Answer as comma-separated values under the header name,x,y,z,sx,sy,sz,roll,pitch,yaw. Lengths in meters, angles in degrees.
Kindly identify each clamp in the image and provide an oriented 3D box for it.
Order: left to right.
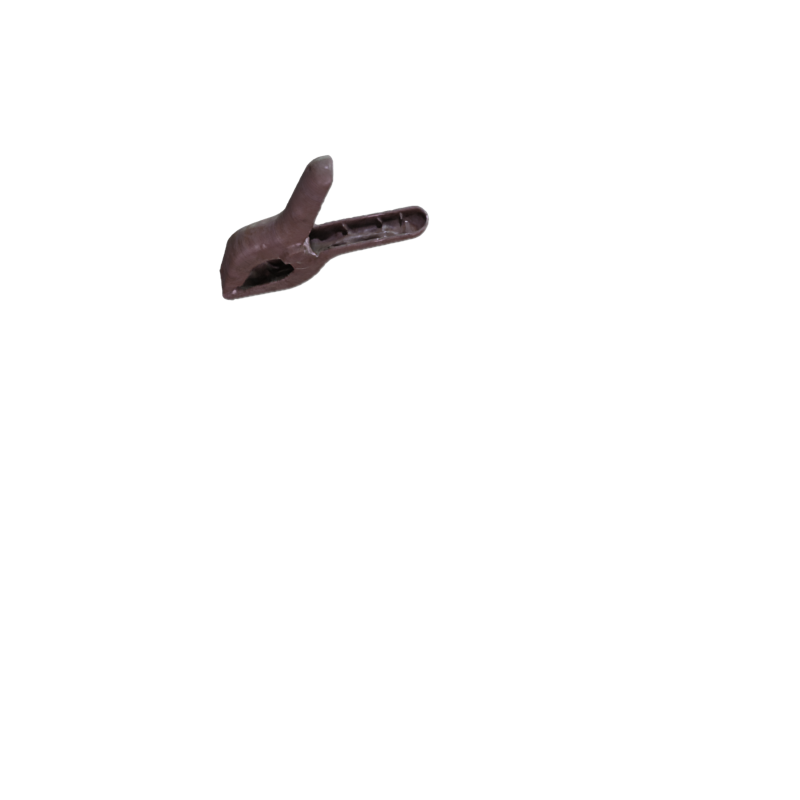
name,x,y,z,sx,sy,sz,roll,pitch,yaw
clamp,-0.066,-0.120,0.840,0.113,0.042,0.171,22,-35,-35
